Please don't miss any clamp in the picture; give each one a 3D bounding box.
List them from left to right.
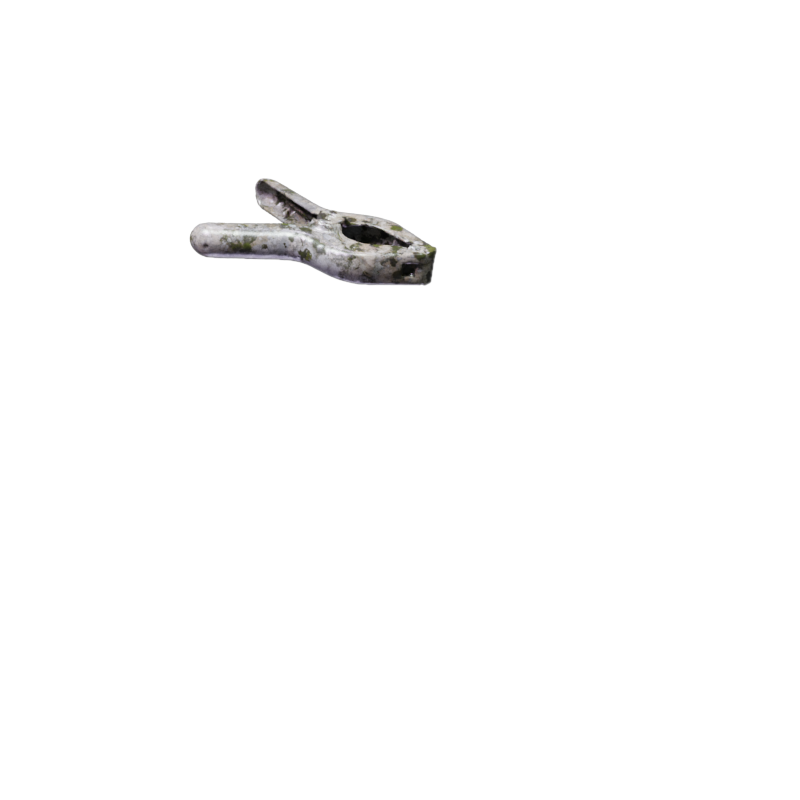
[{"bbox_3d":[-0.063,-0.114,0.801,0.180,0.037,0.122,19,39,25],"label":"clamp"}]
